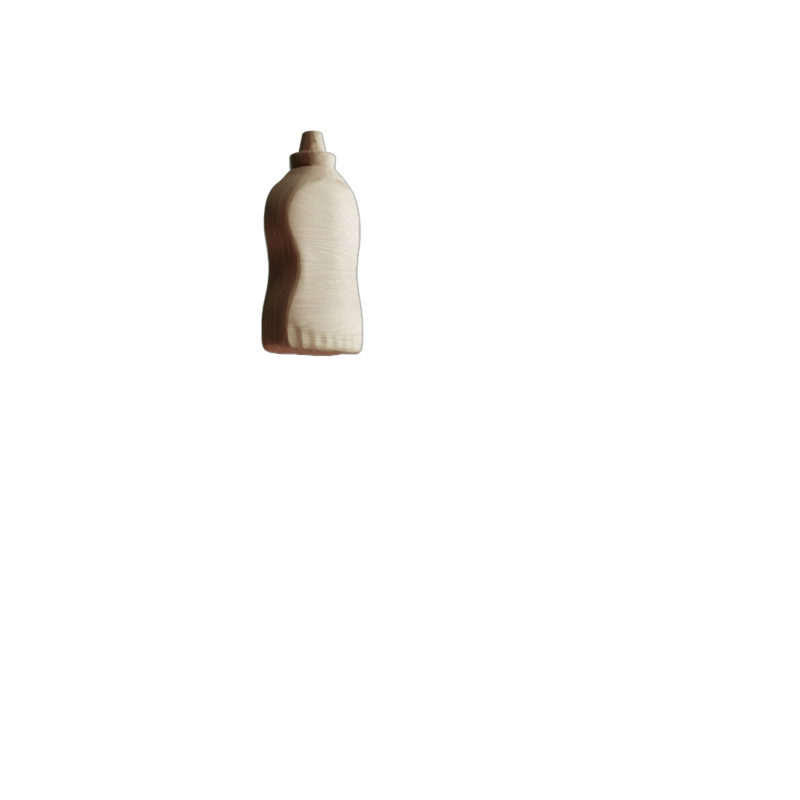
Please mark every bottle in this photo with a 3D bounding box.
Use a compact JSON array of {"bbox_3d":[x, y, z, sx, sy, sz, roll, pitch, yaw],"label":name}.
[{"bbox_3d":[-0.074,-0.135,0.946,0.091,0.196,0.060,6,-10,-44],"label":"bottle"}]
